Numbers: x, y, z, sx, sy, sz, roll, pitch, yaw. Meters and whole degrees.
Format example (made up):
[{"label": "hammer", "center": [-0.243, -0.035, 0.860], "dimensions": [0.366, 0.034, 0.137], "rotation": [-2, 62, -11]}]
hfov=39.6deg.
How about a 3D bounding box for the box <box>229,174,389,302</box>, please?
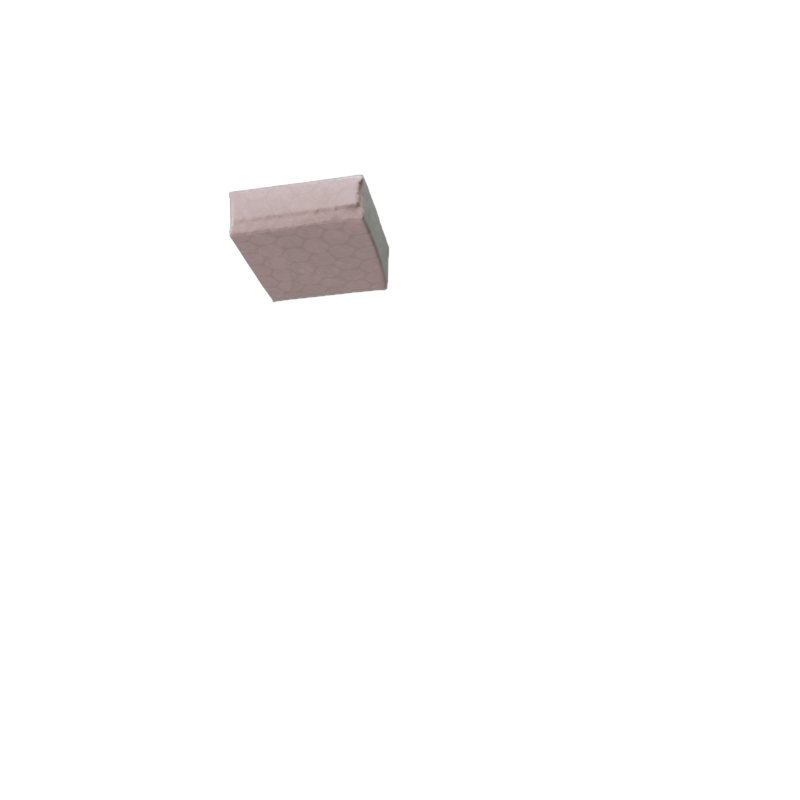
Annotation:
[{"label": "box", "center": [-0.059, -0.108, 0.756], "dimensions": [0.091, 0.041, 0.106], "rotation": [-4, -23, 9]}]
